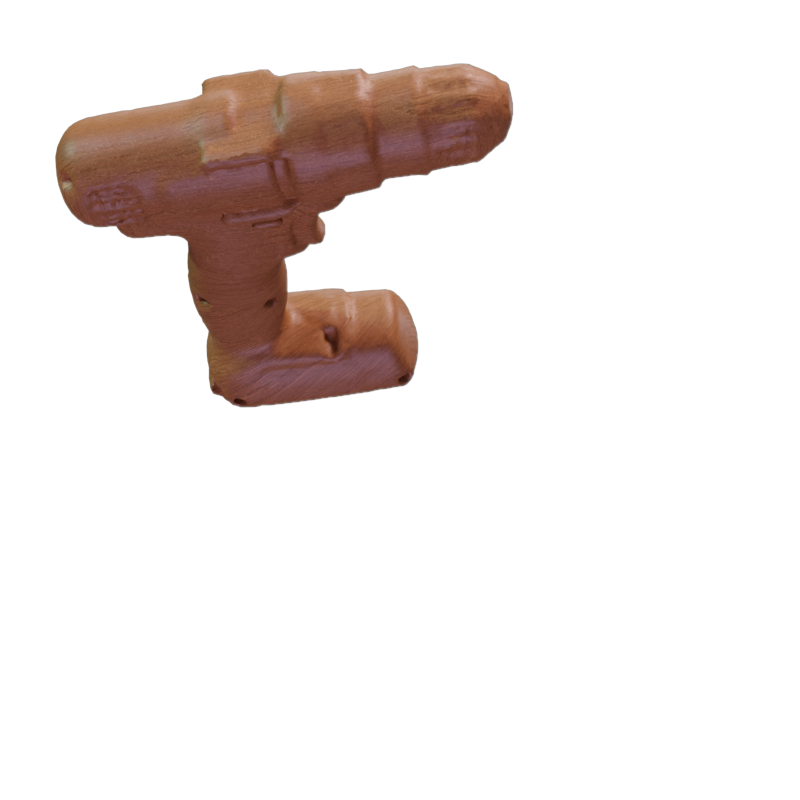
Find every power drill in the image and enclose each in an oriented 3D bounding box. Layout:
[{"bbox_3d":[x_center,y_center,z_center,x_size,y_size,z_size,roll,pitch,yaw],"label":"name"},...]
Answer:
[{"bbox_3d":[-0.039,-0.071,0.498,0.186,0.061,0.174,-5,-35,7],"label":"power drill"}]
